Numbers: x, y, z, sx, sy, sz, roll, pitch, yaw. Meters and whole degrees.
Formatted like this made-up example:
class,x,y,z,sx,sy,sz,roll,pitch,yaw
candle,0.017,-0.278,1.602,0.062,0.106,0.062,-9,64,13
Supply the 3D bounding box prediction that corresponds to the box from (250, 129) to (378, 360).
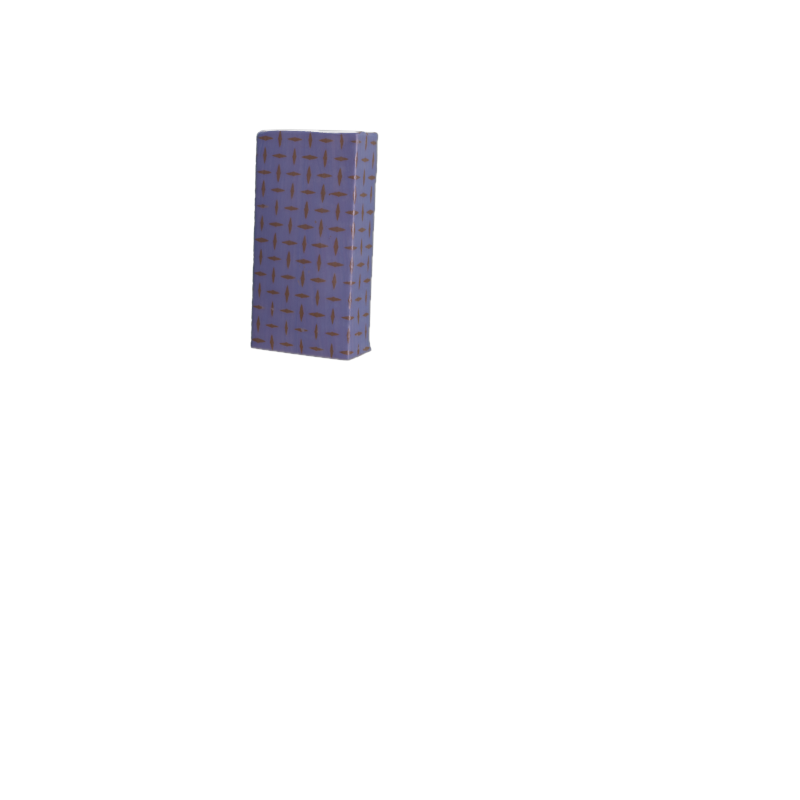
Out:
class,x,y,z,sx,sy,sz,roll,pitch,yaw
box,-0.069,-0.125,0.876,0.097,0.173,0.047,5,8,27
